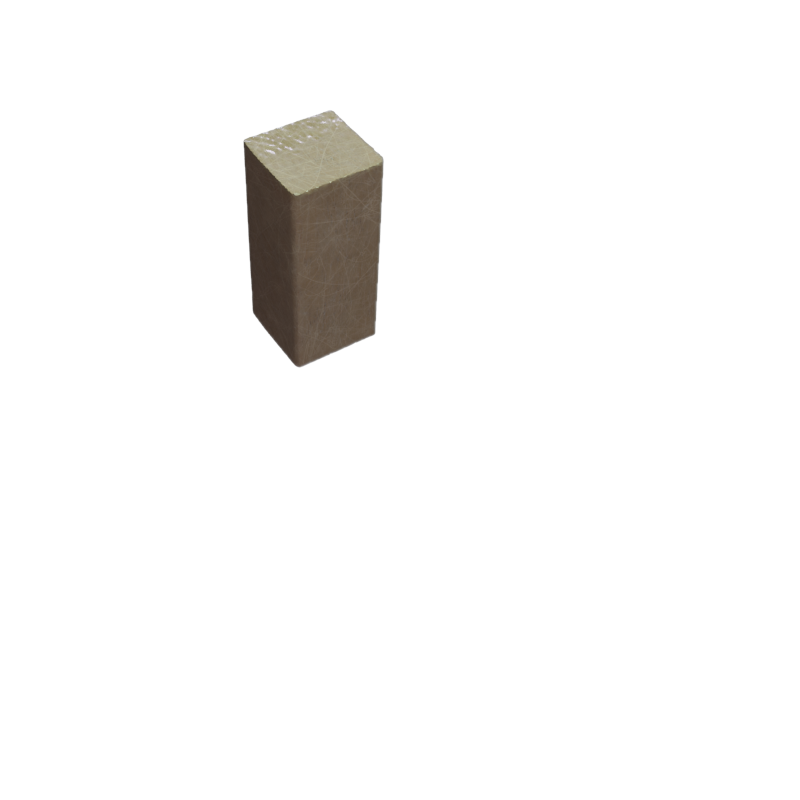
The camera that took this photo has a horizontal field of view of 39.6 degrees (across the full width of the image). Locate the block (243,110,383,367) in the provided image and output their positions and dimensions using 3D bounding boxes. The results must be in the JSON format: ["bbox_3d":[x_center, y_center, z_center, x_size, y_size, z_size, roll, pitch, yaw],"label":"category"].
[{"bbox_3d":[-0.078,-0.141,0.992,0.090,0.192,0.097,-23,51,-24],"label":"block"}]
